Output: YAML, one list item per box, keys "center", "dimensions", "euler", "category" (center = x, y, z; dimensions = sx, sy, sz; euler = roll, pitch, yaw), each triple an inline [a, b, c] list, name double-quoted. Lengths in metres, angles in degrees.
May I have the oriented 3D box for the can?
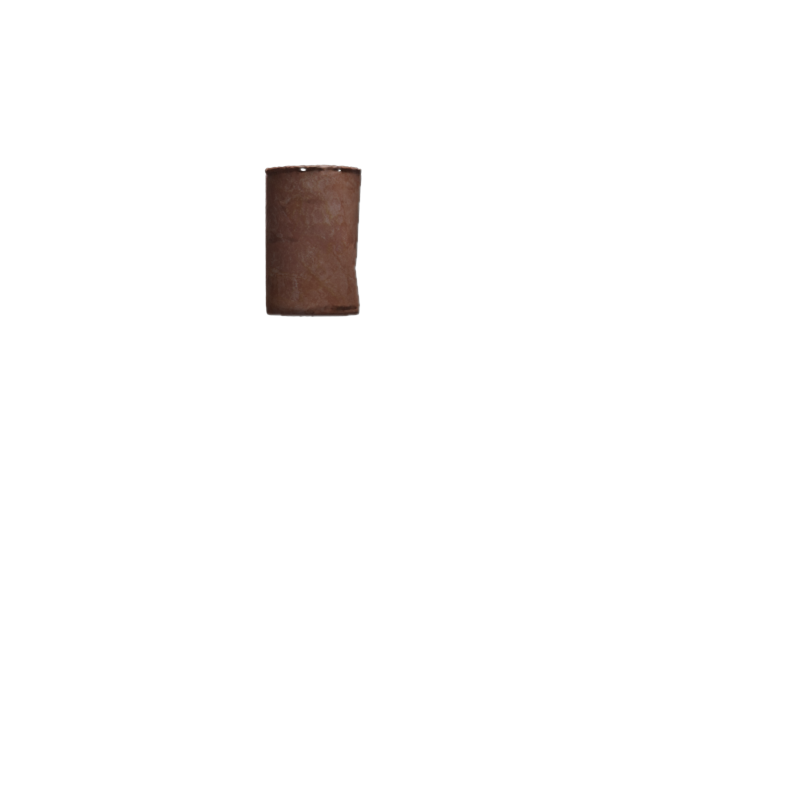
- center: [-0.061, -0.111, 0.775]
  dimensions: [0.068, 0.102, 0.069]
  euler: [0, 1, -2]
  category: "can"
